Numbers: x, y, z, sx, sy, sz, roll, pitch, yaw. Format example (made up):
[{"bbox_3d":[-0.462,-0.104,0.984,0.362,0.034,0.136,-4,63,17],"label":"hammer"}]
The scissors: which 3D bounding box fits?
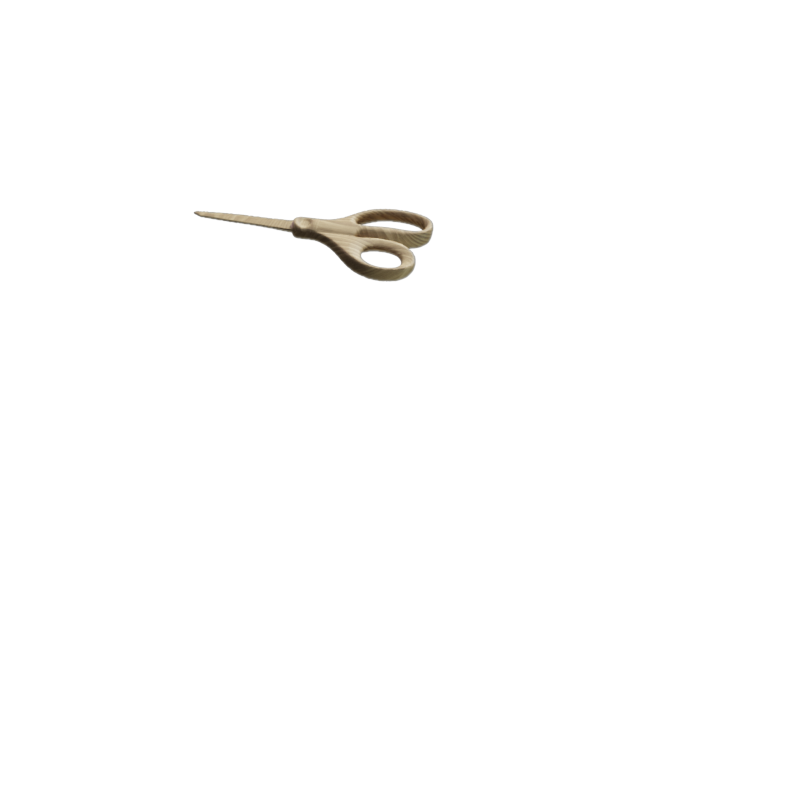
[{"bbox_3d":[-0.072,-0.131,0.917,0.201,0.015,0.103,-2,41,-2],"label":"scissors"}]
